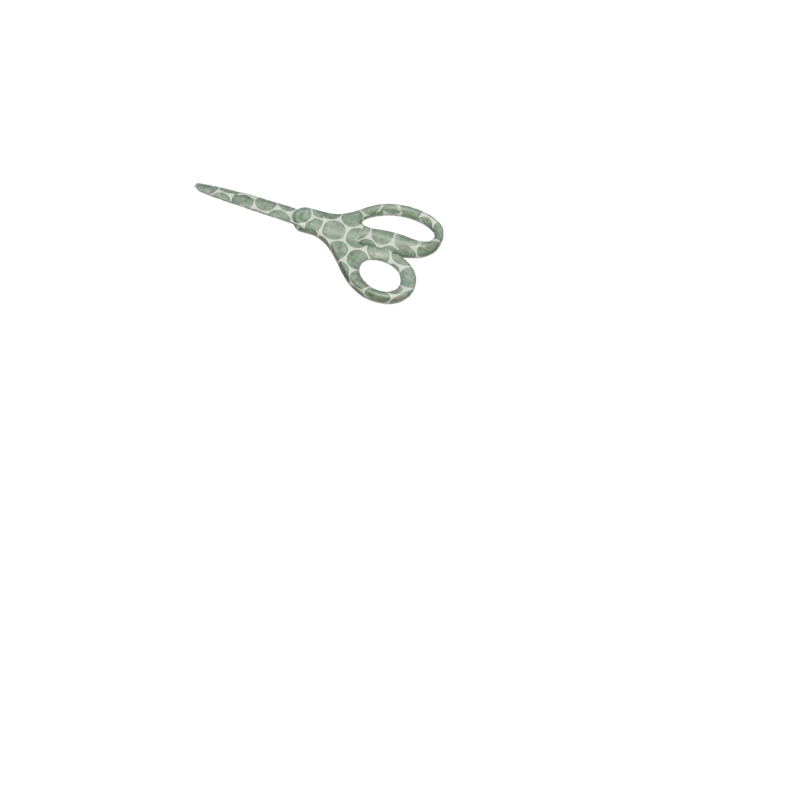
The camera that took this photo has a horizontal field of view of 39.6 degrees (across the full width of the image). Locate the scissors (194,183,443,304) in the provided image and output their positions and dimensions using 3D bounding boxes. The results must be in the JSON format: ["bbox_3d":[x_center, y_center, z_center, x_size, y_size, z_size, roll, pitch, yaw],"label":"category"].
[{"bbox_3d":[-0.068,-0.124,0.867,0.202,0.102,0.015,4,-31,3],"label":"scissors"}]
